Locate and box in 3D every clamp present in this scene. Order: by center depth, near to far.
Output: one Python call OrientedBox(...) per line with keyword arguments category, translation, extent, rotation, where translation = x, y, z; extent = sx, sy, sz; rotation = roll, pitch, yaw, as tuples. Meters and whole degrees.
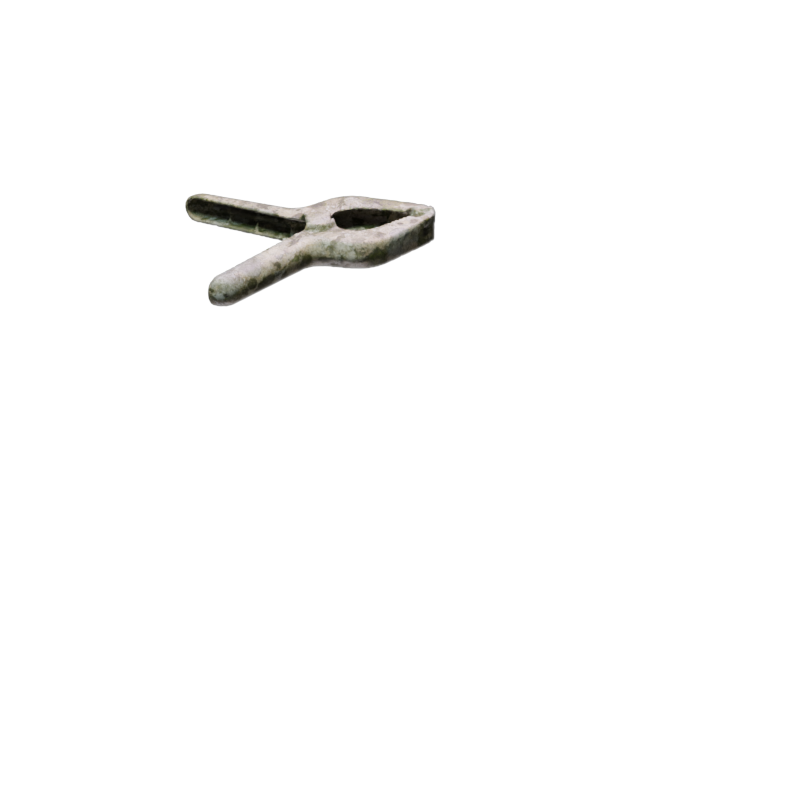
OrientedBox(category="clamp", translation=(-0.071, -0.130, 0.910), extent=(0.208, 0.034, 0.176), rotation=(-4, 35, -6))
